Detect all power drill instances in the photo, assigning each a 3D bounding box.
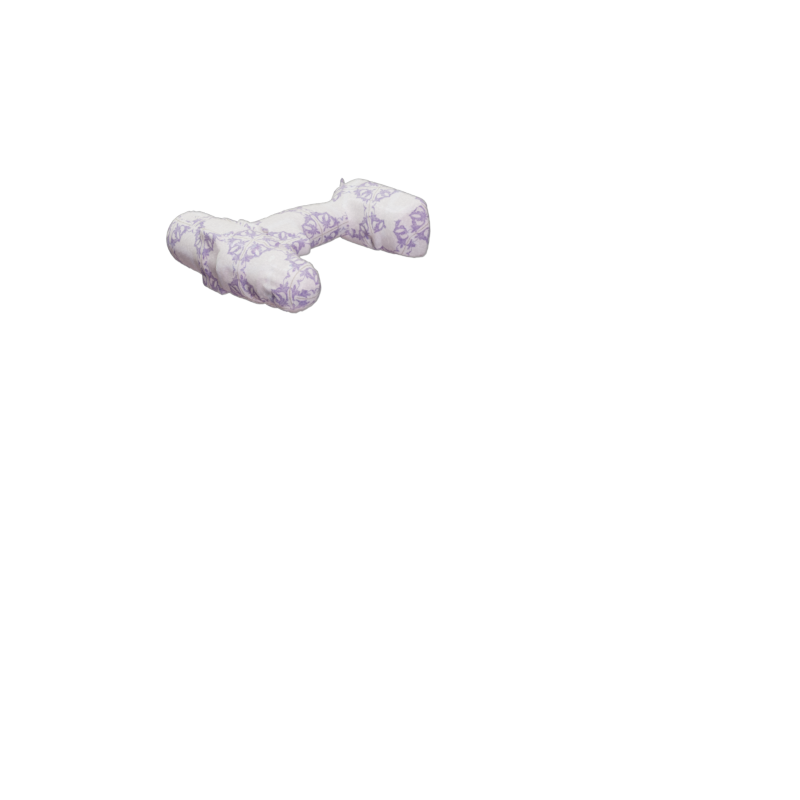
[{"bbox_3d":[-0.069,-0.126,0.885,0.184,0.055,0.197,-18,30,-33],"label":"power drill"}]
